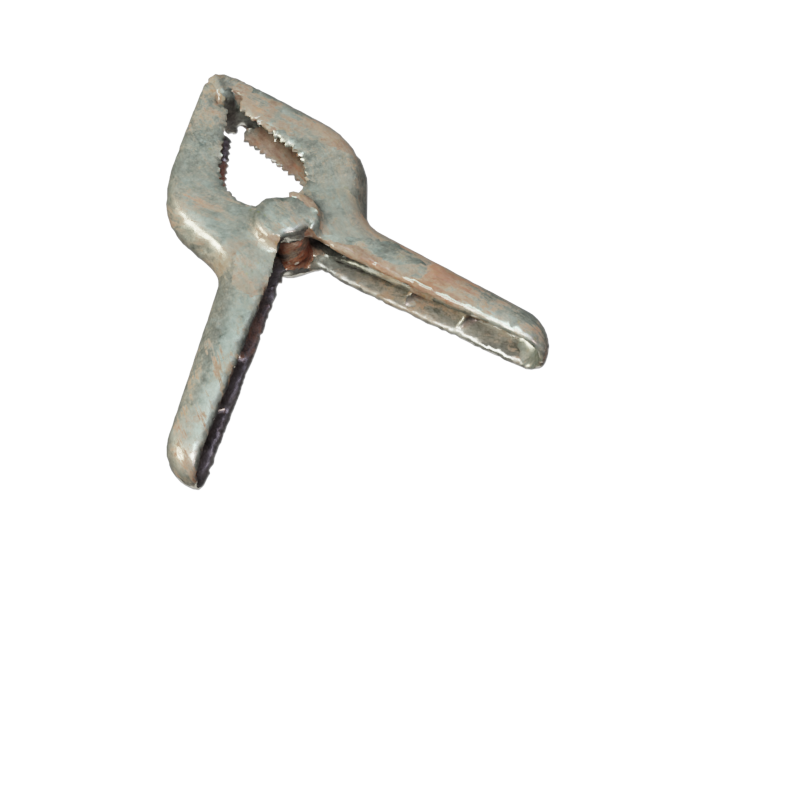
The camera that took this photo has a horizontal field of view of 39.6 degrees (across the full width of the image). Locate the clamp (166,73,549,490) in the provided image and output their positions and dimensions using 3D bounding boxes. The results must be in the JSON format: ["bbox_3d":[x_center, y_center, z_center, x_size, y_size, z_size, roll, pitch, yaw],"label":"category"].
[{"bbox_3d":[-0.039,-0.072,0.503,0.163,0.226,0.034,-13,-34,-9],"label":"clamp"}]
